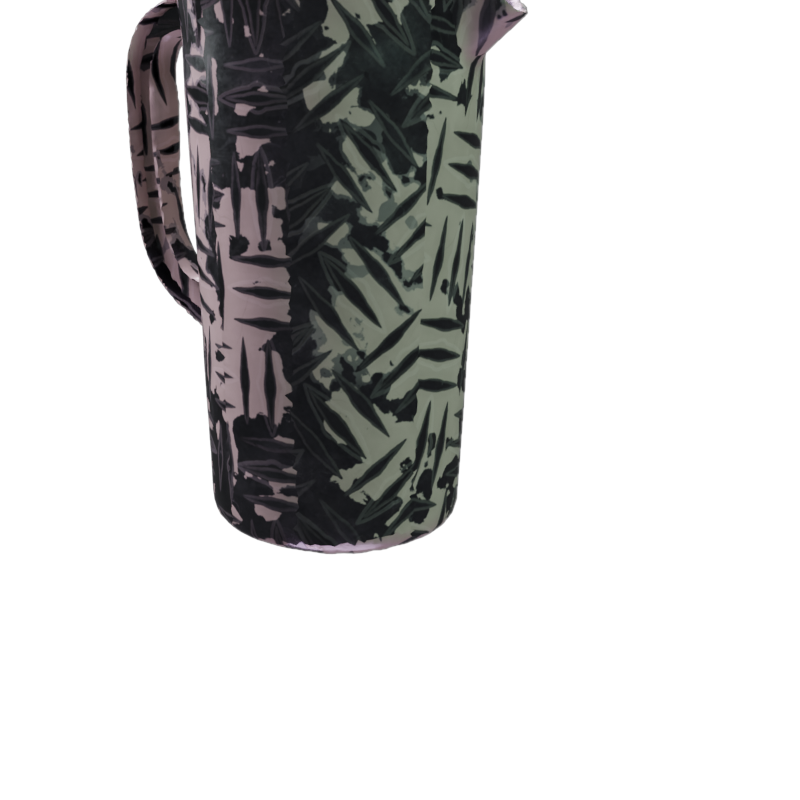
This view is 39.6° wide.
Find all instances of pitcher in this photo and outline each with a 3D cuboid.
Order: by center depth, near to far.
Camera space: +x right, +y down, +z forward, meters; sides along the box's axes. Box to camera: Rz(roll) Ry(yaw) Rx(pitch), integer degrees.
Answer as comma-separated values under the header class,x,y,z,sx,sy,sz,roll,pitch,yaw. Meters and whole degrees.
class,x,y,z,sx,sy,sz,roll,pitch,yaw
pitcher,-0.038,-0.069,0.482,0.142,0.238,0.156,-3,11,-18
